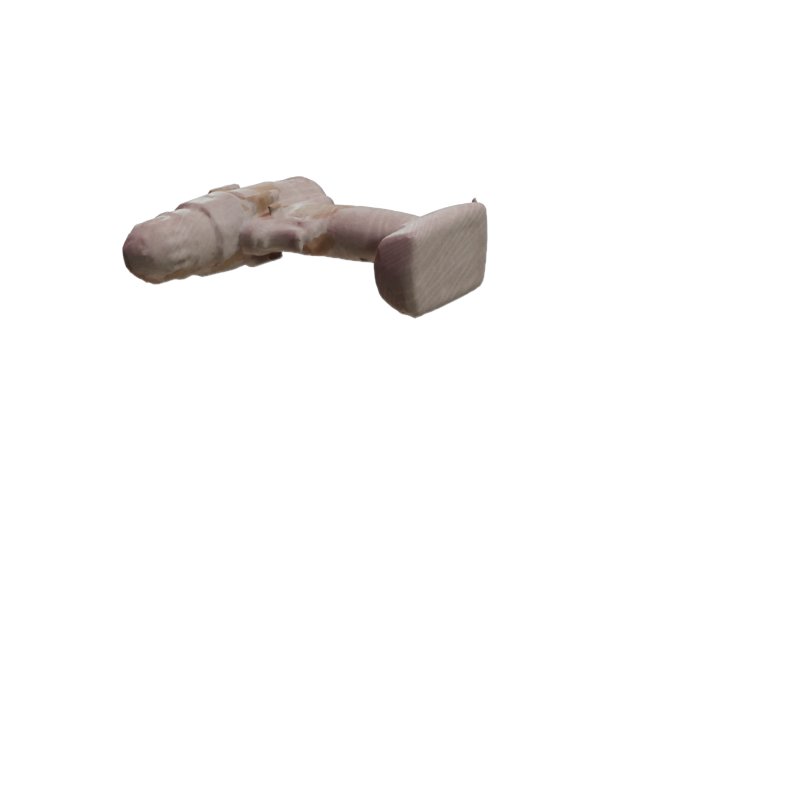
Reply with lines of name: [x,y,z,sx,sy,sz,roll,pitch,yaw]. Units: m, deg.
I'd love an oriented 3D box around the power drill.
power drill: [-0.055,-0.099,0.696,0.197,0.055,0.184,15,27,30]
